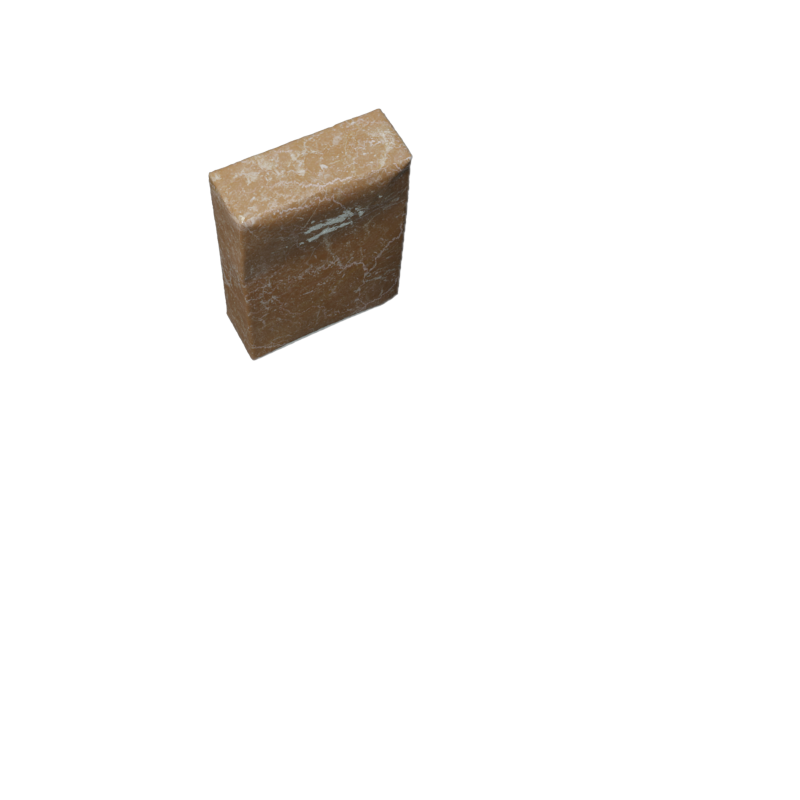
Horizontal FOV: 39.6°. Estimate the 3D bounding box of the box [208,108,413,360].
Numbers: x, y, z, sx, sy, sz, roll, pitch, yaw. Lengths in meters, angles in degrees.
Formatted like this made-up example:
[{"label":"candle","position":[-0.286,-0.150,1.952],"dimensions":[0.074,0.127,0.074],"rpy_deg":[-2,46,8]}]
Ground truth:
[{"label":"box","position":[-0.078,-0.143,0.999],"dimensions":[0.163,0.077,0.200],"rpy_deg":[-24,-26,-17]}]
